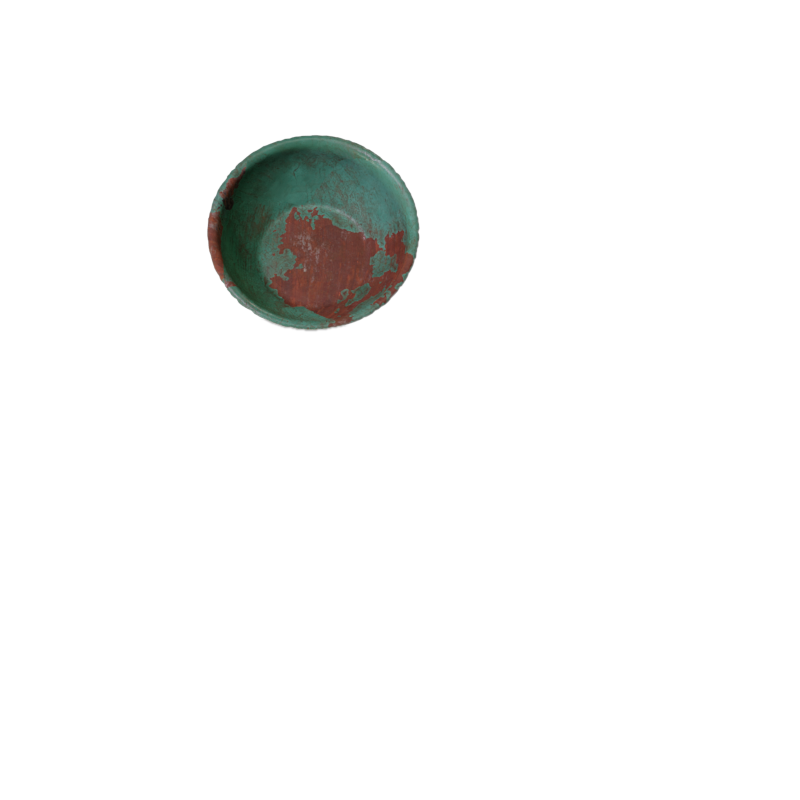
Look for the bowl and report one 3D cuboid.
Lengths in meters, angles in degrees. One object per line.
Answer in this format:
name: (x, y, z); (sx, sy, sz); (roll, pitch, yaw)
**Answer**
bowl: (-0.068, -0.124, 0.866); (0.162, 0.170, 0.052); (-1, -21, -1)
